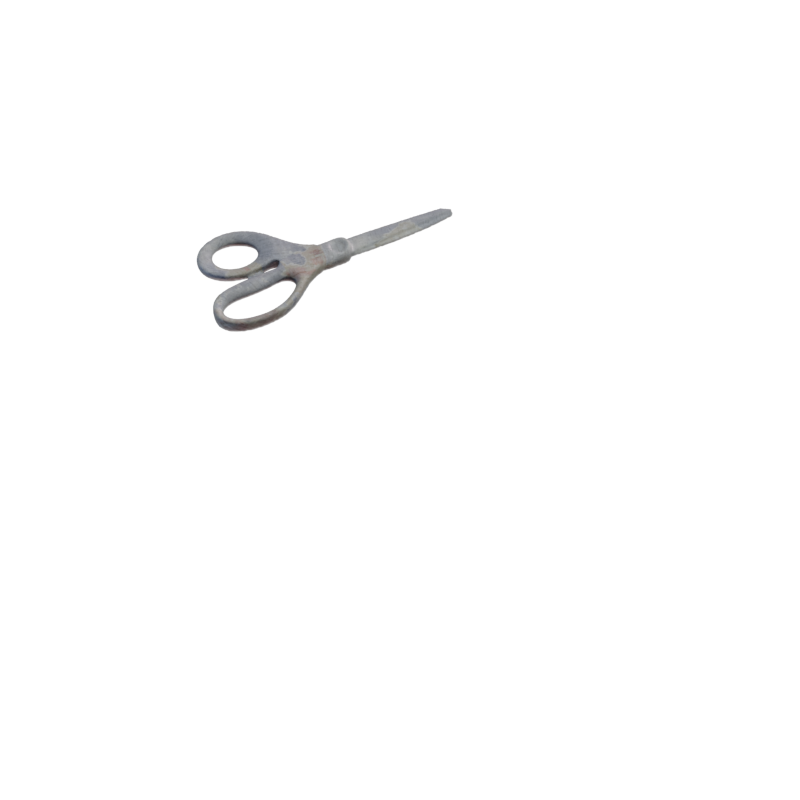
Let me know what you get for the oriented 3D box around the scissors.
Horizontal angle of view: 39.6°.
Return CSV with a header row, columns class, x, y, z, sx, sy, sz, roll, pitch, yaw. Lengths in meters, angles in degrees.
class,x,y,z,sx,sy,sz,roll,pitch,yaw
scissors,-0.065,-0.118,0.829,0.203,0.015,0.103,-36,59,-26
